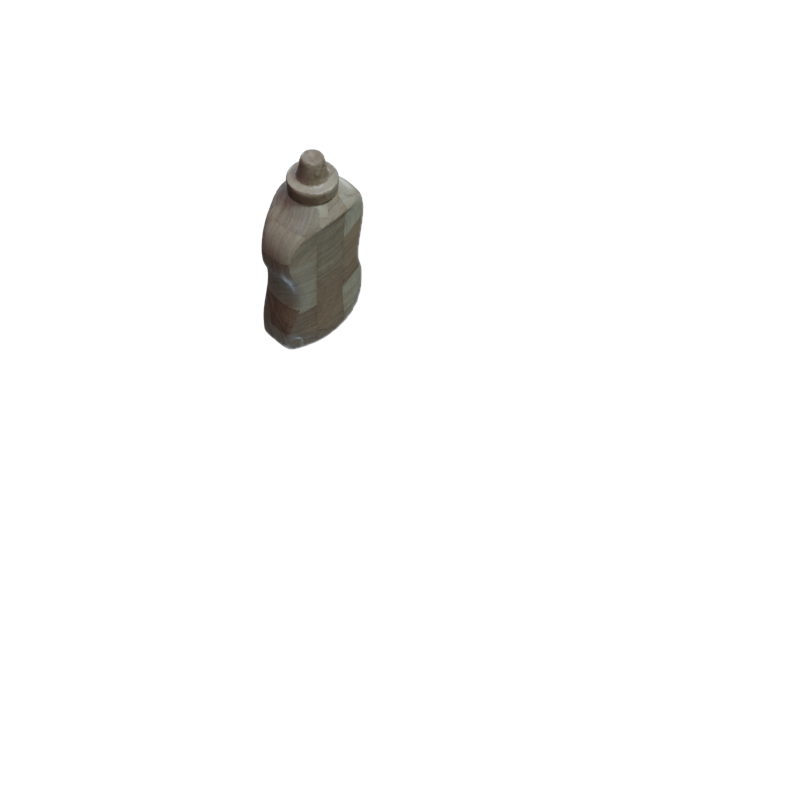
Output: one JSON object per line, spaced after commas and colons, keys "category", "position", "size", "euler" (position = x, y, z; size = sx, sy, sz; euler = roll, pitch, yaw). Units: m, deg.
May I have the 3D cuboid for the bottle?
{"category": "bottle", "position": [-0.071, -0.129, 0.905], "size": [0.062, 0.179, 0.097], "euler": [38, 60, 22]}
